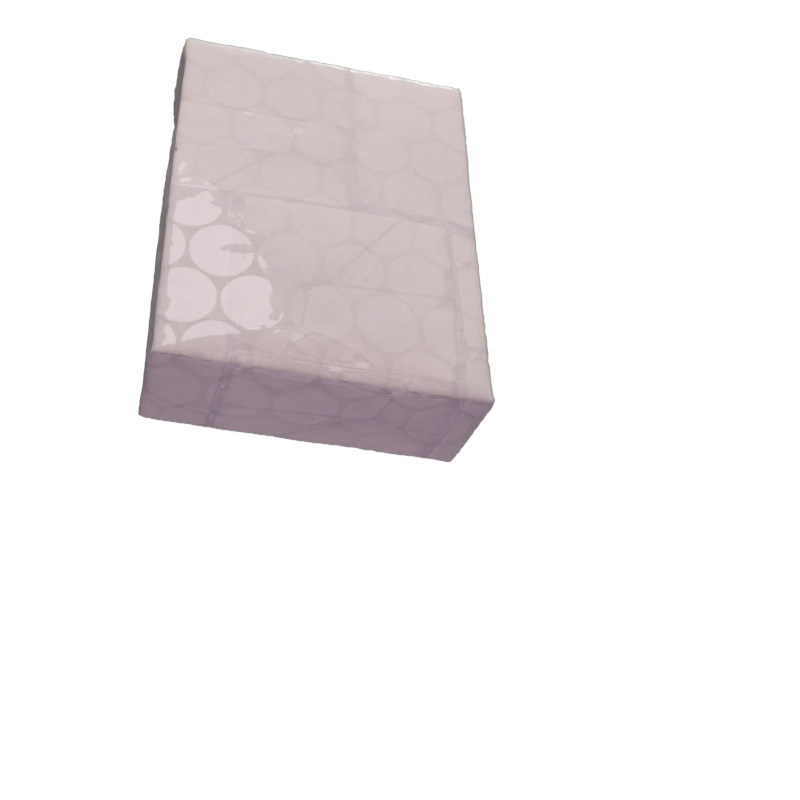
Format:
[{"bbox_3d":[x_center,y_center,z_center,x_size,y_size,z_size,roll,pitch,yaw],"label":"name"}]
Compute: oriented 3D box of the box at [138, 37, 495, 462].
[{"bbox_3d":[-0.046,-0.084,0.589,0.161,0.229,0.068,7,-37,-13],"label":"box"}]
